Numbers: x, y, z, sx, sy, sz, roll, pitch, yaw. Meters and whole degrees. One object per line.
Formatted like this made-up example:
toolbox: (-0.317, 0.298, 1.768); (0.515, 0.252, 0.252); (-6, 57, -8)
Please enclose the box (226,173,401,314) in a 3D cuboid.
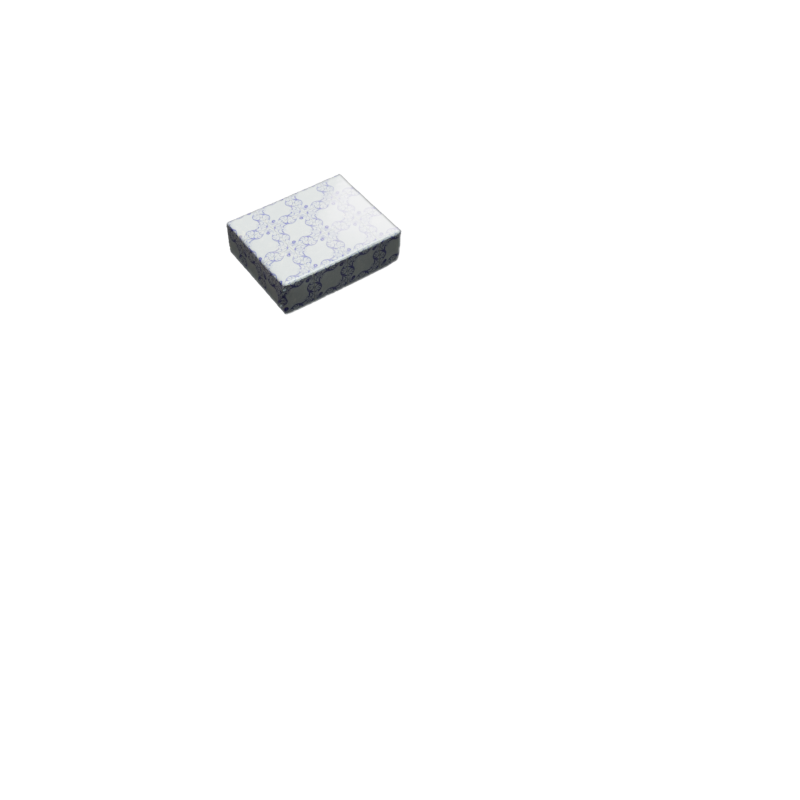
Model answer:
box: (-0.070, -0.127, 0.892); (0.113, 0.036, 0.097); (-26, 52, -23)
